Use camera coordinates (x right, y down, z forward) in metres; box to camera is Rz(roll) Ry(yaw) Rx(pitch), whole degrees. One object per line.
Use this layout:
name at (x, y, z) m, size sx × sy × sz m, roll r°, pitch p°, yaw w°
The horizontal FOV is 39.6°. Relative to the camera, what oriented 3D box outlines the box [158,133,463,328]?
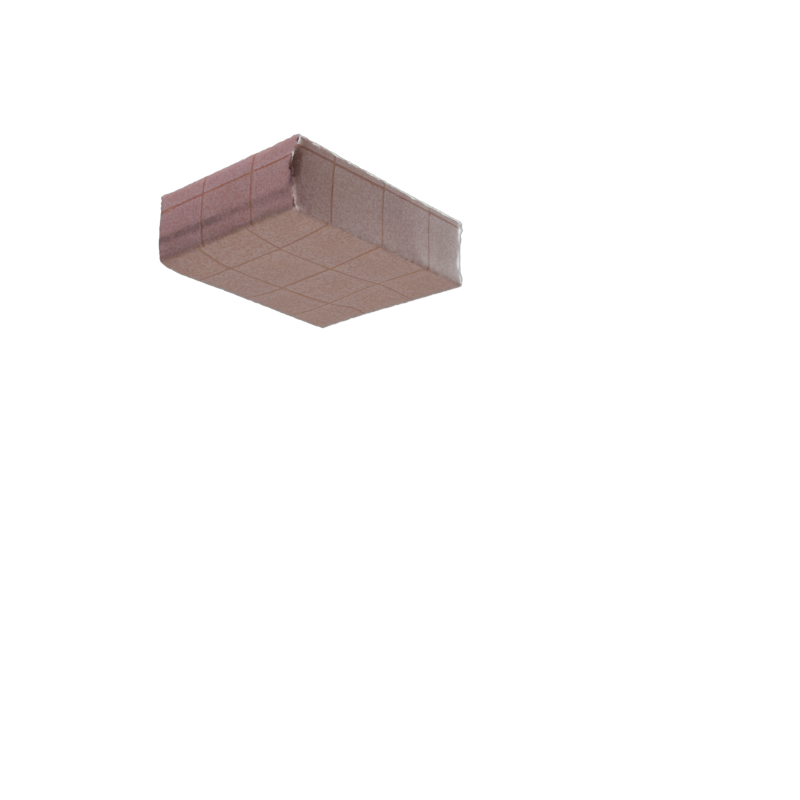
box at (-0.040, -0.072, 0.505) m, size 0.091 × 0.041 × 0.107 m, roll -15°, pitch -23°, yaw 40°
